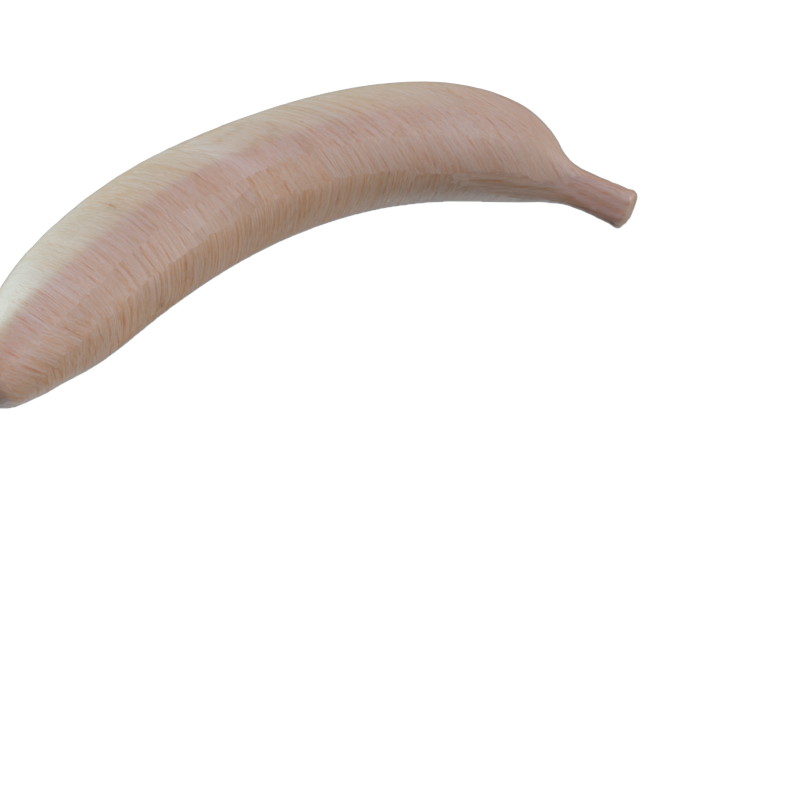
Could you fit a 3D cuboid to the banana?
[{"bbox_3d":[-0.029,-0.055,0.311,0.196,0.034,0.075,-20,45,-21],"label":"banana"}]
